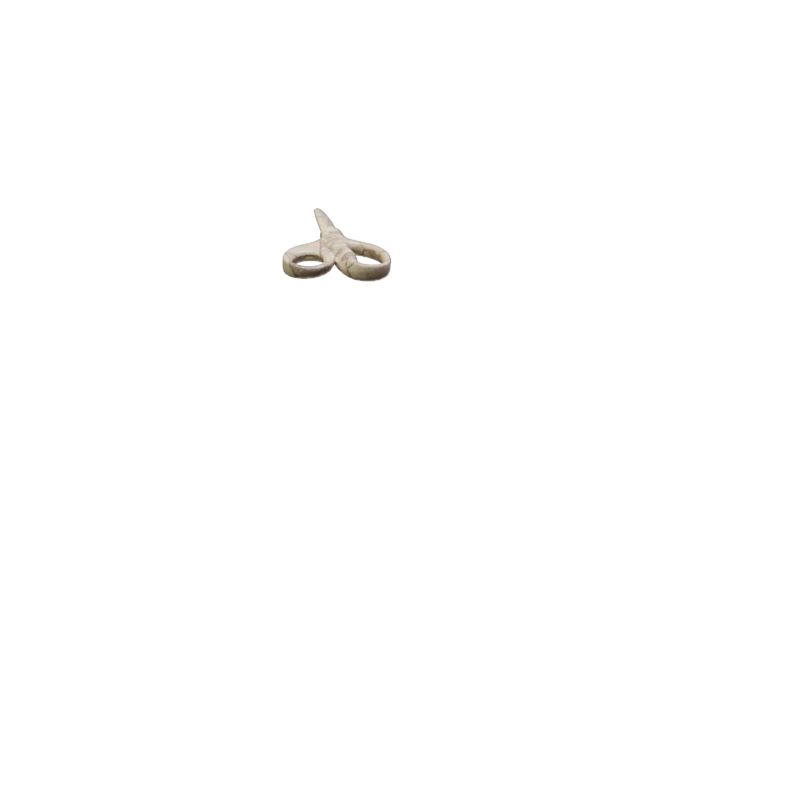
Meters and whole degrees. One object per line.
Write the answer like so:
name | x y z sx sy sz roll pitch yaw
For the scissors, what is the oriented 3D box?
scissors | -0.075 -0.137 0.957 0.094 0.015 0.215 -10 25 -22
